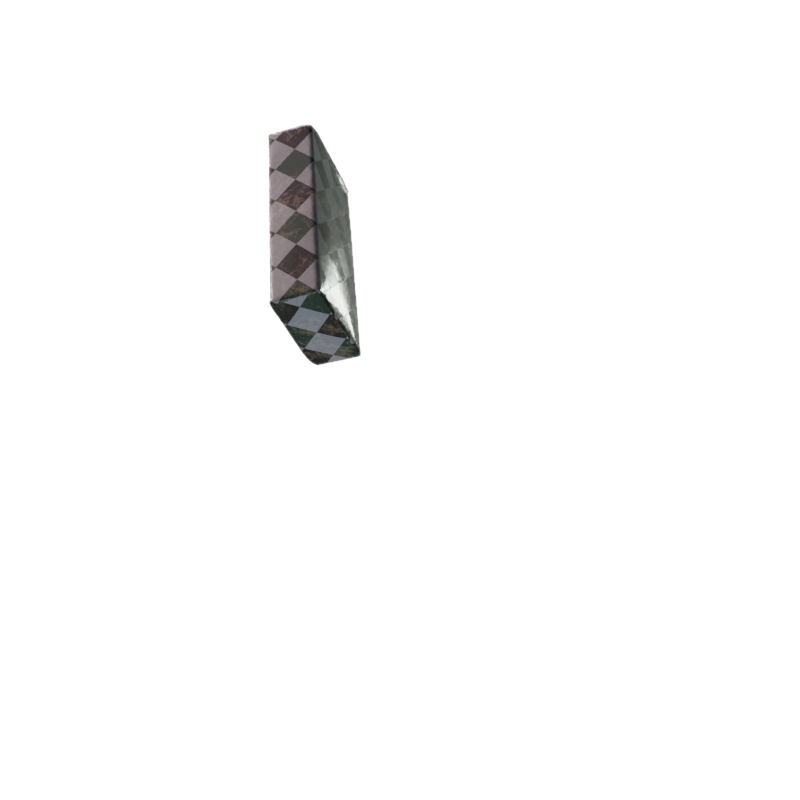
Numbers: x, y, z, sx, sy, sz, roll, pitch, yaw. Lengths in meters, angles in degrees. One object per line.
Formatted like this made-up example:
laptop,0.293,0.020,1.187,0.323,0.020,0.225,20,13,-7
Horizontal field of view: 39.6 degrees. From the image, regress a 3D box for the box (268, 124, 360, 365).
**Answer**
box,-0.068,-0.125,0.878,0.048,0.189,0.086,-13,-37,14
